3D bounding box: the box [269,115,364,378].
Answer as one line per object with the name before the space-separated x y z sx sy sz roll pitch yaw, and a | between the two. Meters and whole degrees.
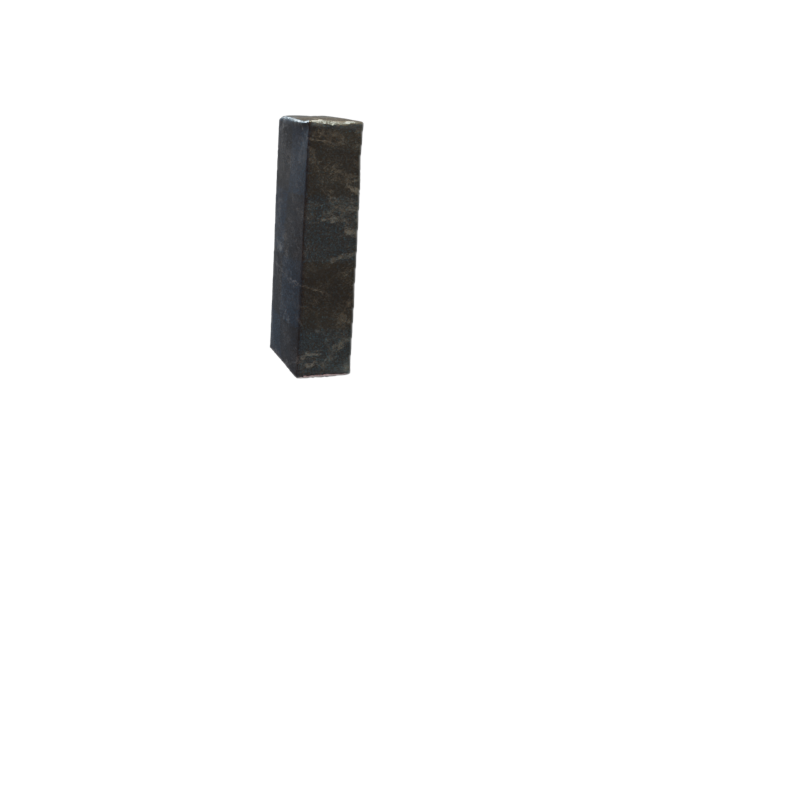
box | -0.062 -0.112 0.784 0.047 0.172 0.097 -2 10 -18
